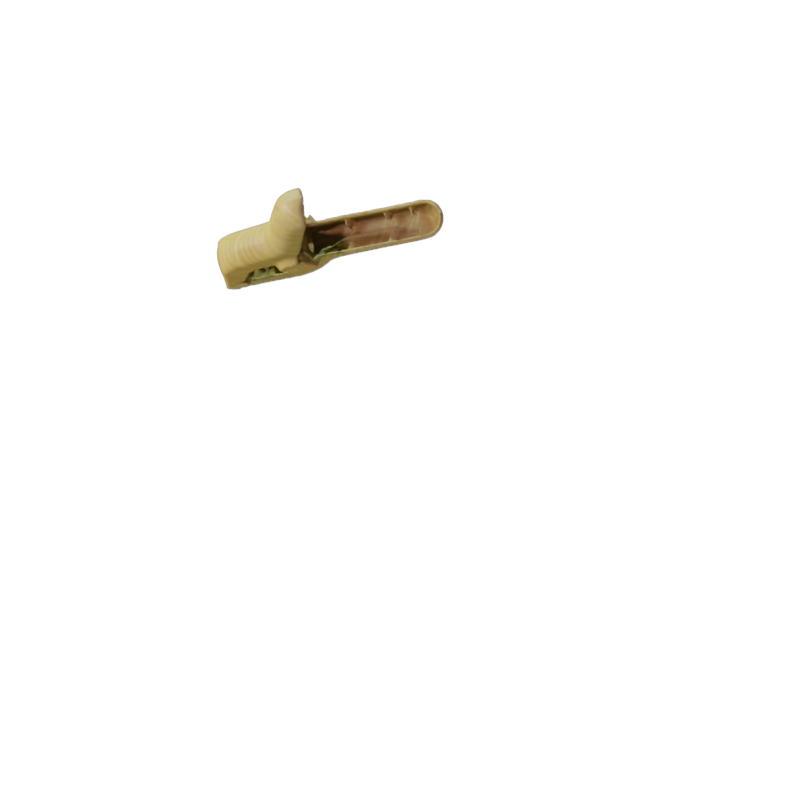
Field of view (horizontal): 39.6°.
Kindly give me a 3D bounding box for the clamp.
[{"bbox_3d":[-0.057,-0.103,0.723,0.116,0.040,0.174,3,-7,-30],"label":"clamp"}]
